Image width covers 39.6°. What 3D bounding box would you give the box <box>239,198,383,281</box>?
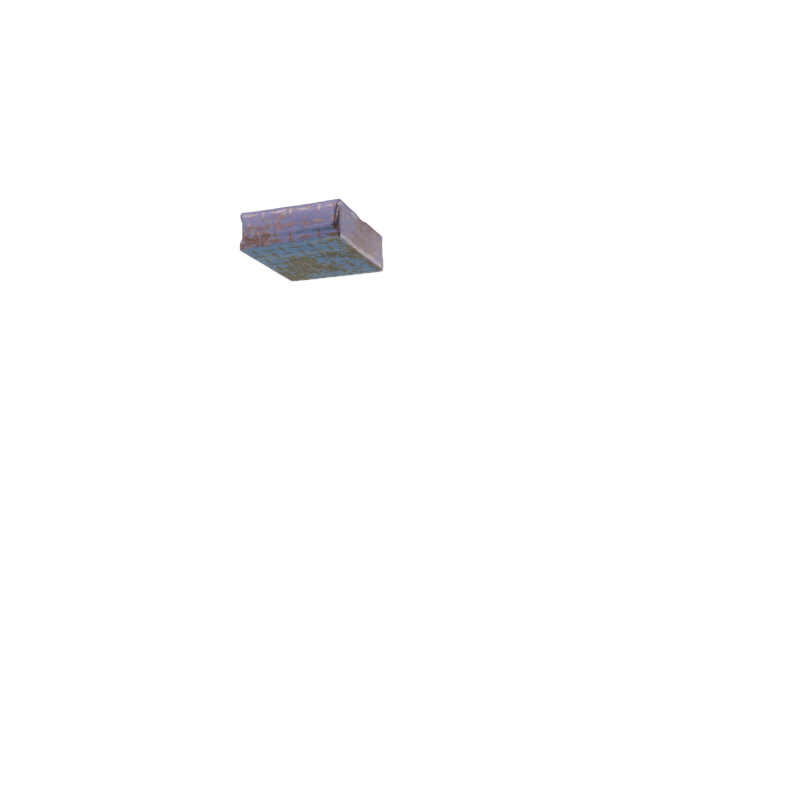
[{"bbox_3d":[-0.060,-0.110,0.770,0.075,0.031,0.084,-5,-13,20],"label":"box"}]
